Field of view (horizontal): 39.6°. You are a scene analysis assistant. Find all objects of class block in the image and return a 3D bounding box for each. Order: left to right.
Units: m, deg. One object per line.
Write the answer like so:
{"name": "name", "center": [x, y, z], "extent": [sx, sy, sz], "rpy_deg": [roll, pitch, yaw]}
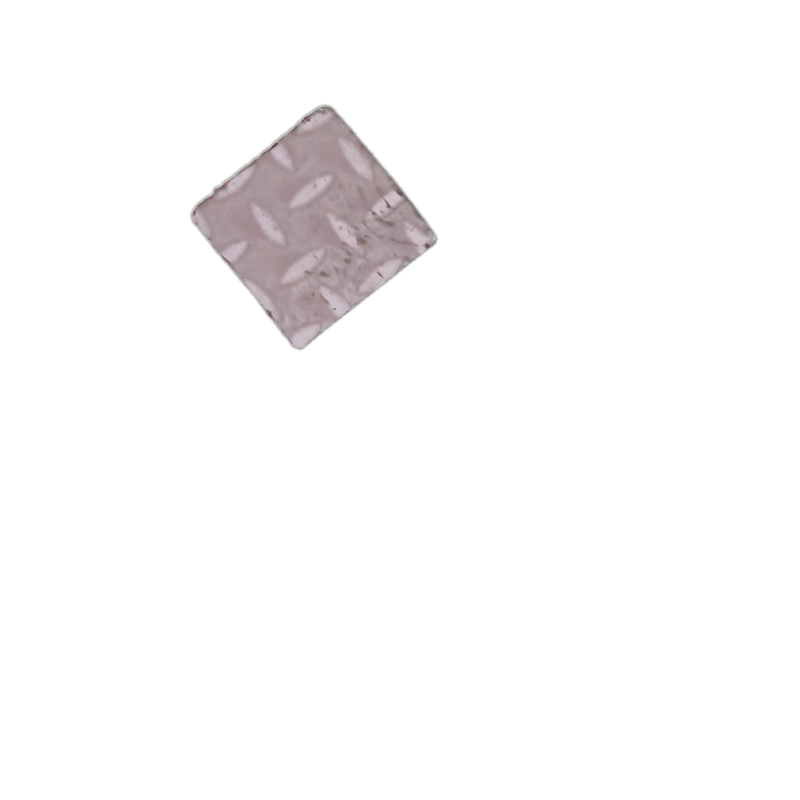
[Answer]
{"name": "block", "center": [-0.050, -0.092, 0.642], "extent": [0.091, 0.090, 0.207], "rpy_deg": [-39, 5, -1]}
